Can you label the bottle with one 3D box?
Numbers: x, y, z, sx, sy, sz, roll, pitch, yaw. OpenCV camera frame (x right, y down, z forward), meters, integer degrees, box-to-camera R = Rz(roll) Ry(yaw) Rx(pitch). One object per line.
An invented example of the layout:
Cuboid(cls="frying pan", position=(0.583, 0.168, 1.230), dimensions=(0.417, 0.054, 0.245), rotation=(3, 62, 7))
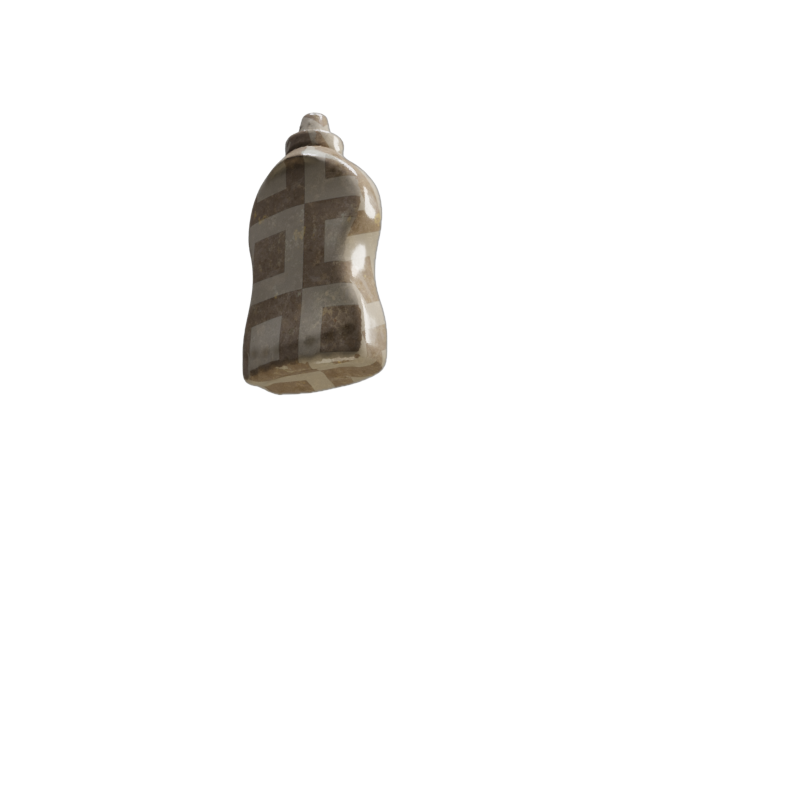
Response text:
Cuboid(cls="bottle", position=(-0.057, -0.105, 0.736), dimensions=(0.097, 0.202, 0.054), rotation=(-17, -27, 32))
